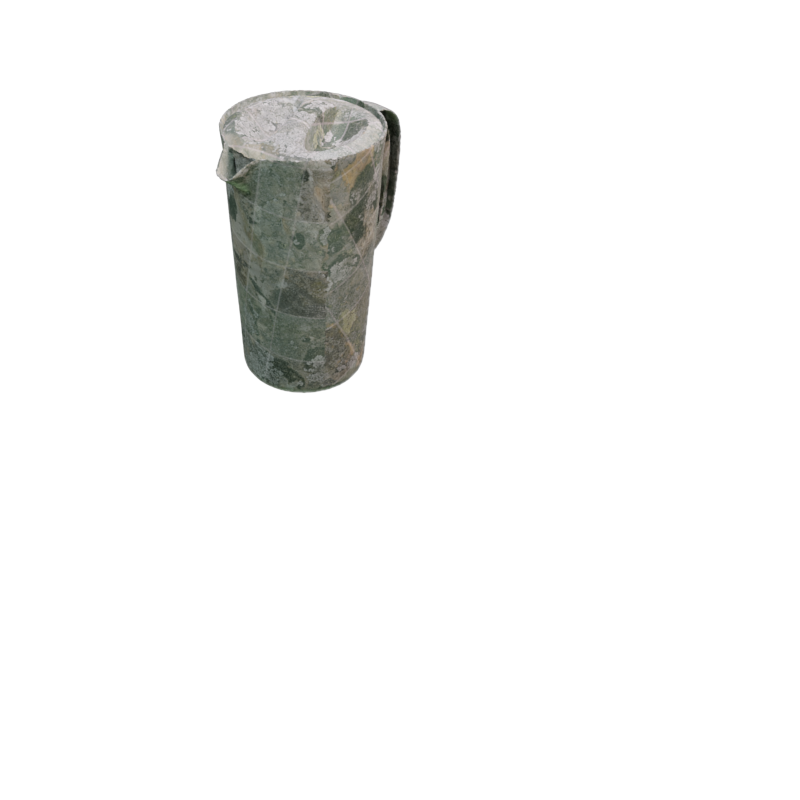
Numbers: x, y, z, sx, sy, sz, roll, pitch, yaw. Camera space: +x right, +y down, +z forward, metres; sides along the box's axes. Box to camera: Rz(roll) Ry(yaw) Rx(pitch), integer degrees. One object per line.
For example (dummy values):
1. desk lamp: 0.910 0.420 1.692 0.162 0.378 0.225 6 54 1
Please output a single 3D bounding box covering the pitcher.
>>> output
1. pitcher: -0.074 -0.135 0.942 0.149 0.228 0.155 1 35 -2
